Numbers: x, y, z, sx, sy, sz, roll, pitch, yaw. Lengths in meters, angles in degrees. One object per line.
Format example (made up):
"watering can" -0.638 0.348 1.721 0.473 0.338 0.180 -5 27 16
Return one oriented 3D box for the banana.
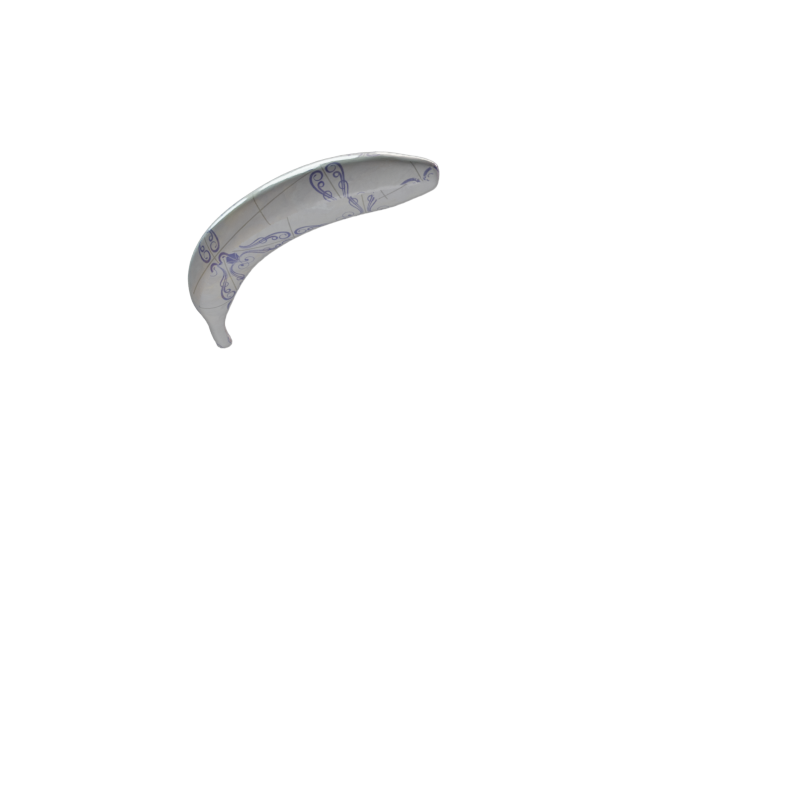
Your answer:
"banana" -0.069 -0.103 0.670 0.196 0.039 0.065 -32 -50 31
